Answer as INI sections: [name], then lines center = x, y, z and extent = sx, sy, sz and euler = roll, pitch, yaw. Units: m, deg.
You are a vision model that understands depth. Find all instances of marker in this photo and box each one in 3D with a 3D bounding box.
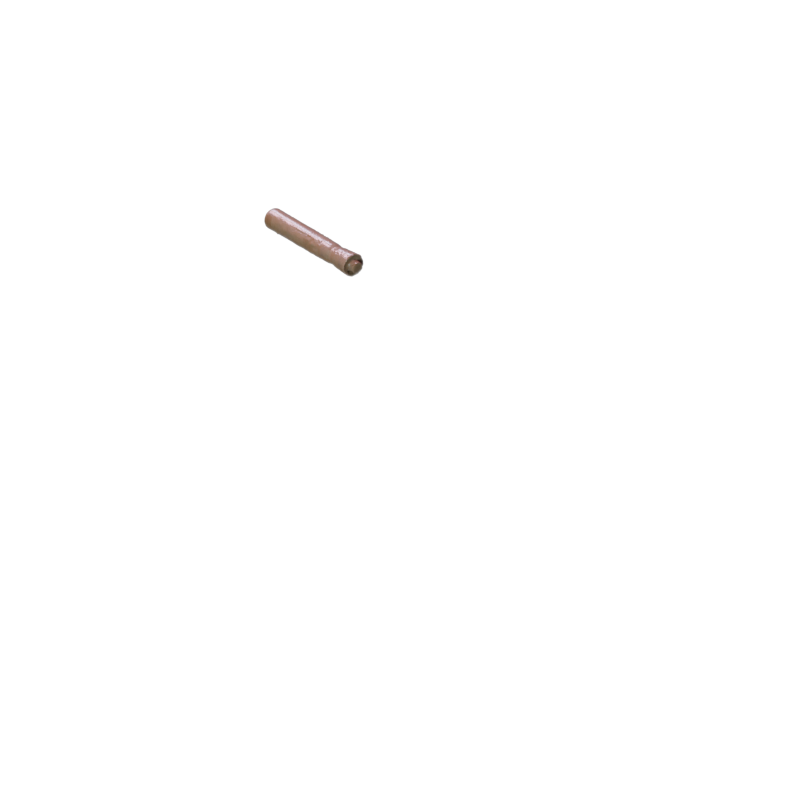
[marker]
center = -0.070, -0.128, 0.895
extent = 0.019, 0.019, 0.130
euler = -3, 26, -38
